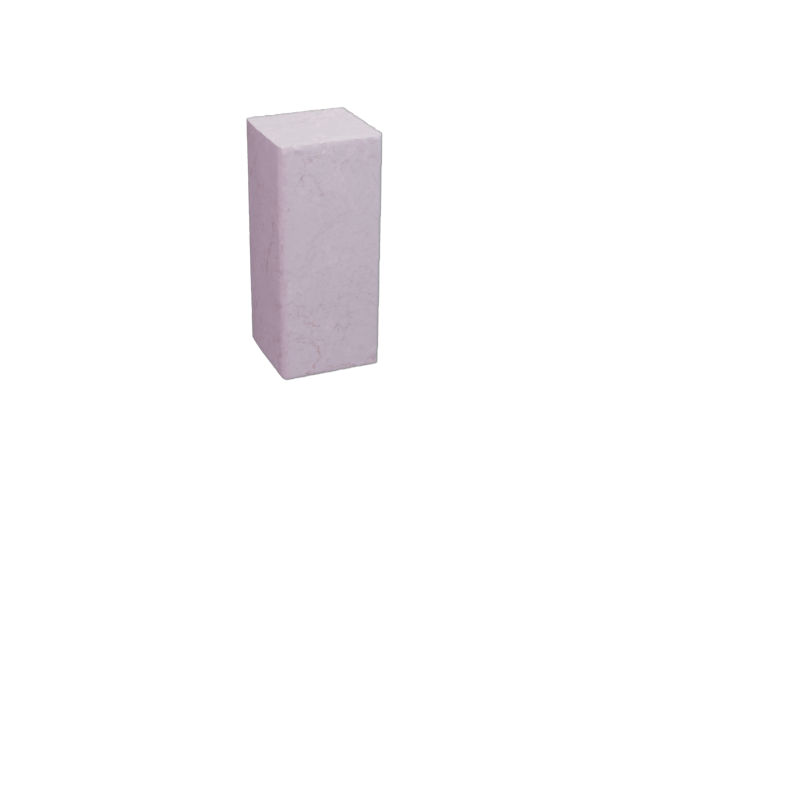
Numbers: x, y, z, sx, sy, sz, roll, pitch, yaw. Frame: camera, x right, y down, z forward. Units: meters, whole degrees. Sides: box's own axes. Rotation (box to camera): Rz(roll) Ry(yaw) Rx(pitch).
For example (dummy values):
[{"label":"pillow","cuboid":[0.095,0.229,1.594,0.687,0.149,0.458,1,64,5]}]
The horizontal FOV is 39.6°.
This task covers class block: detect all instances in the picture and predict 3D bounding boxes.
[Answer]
[{"label":"block","cuboid":[-0.074,-0.134,0.940,0.089,0.196,0.097,-9,27,-21]}]
